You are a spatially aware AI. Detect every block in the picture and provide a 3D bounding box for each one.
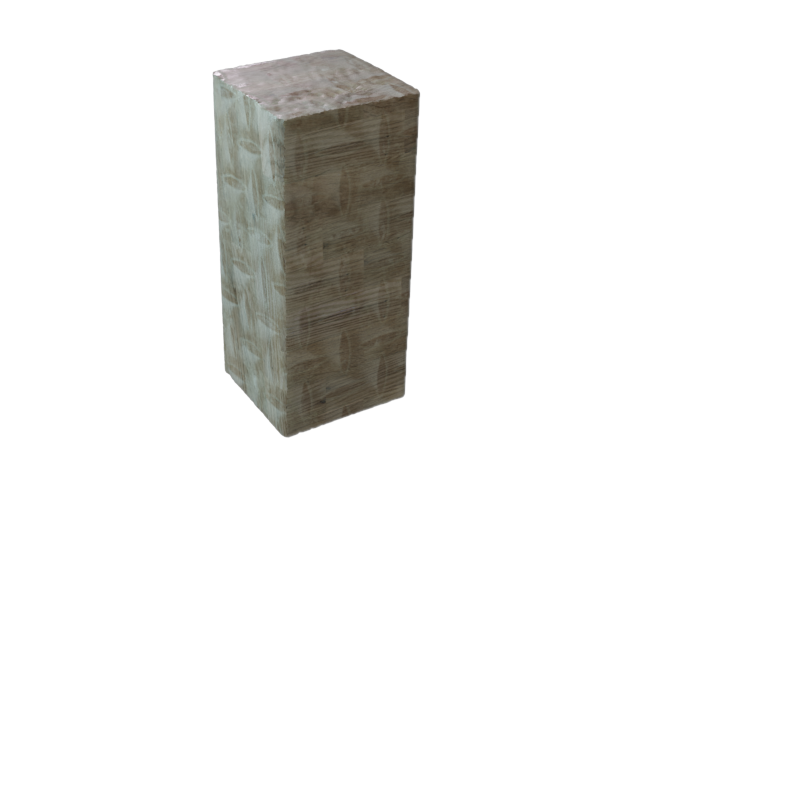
[{"bbox_3d":[-0.053,-0.096,0.674,0.089,0.194,0.097,-17,36,-28],"label":"block"}]
